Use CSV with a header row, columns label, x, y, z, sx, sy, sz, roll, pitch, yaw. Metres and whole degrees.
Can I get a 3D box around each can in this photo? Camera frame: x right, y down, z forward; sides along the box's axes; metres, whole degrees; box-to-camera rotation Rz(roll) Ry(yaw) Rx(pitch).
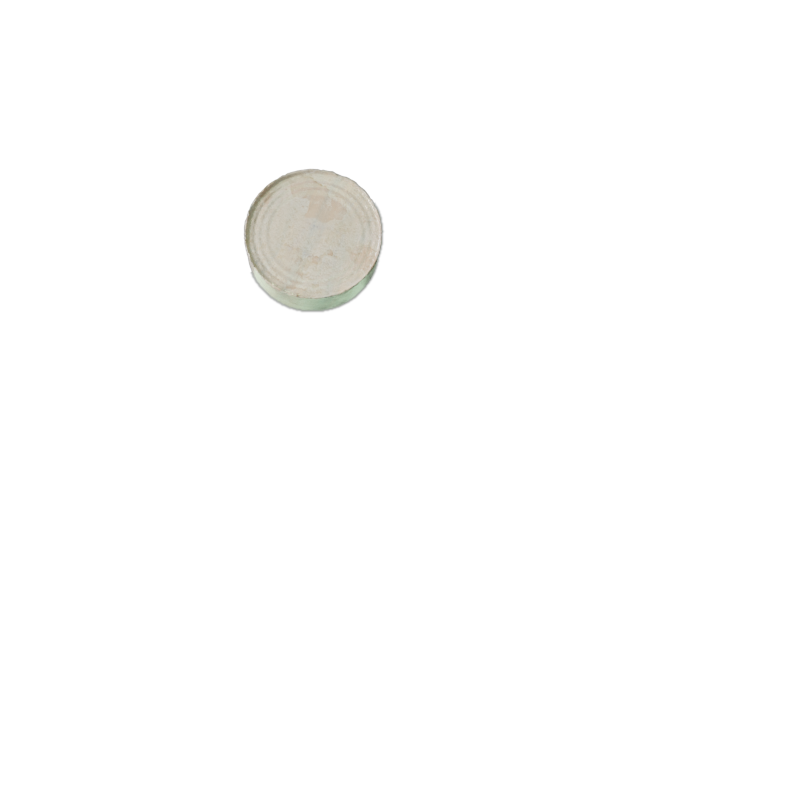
label,x,y,z,sx,sy,sz,roll,pitch,yaw
can,-0.054,-0.099,0.696,0.086,0.090,0.032,-1,-19,-1
